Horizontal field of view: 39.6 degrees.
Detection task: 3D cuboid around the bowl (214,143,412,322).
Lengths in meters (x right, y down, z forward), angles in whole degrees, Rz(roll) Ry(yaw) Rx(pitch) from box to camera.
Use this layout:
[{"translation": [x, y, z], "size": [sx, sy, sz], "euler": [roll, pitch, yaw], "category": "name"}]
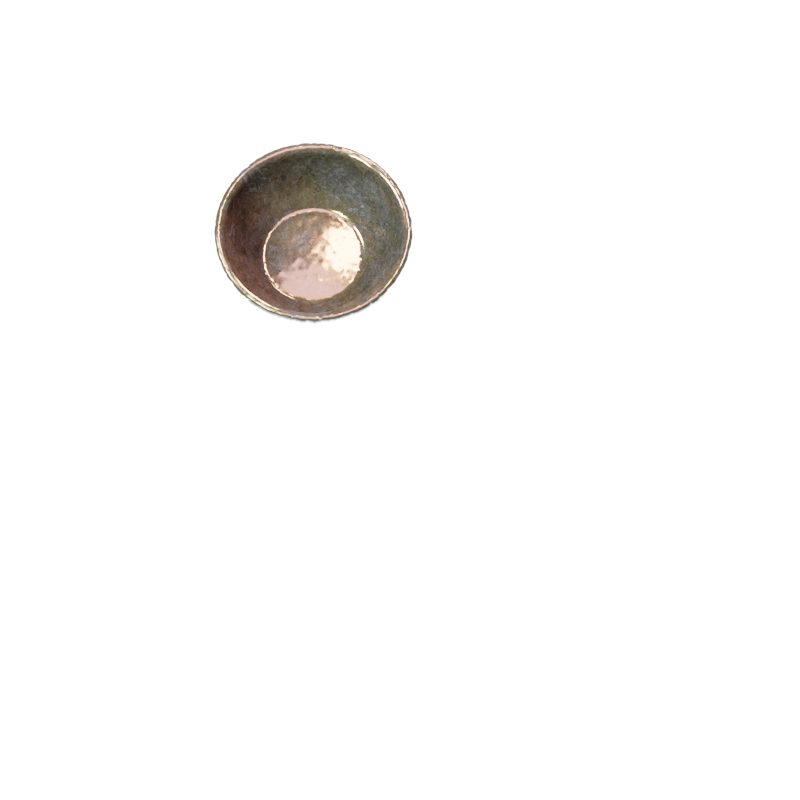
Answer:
[{"translation": [-0.073, -0.133, 0.929], "size": [0.162, 0.171, 0.052], "euler": [-1, -23, -1], "category": "bowl"}]
